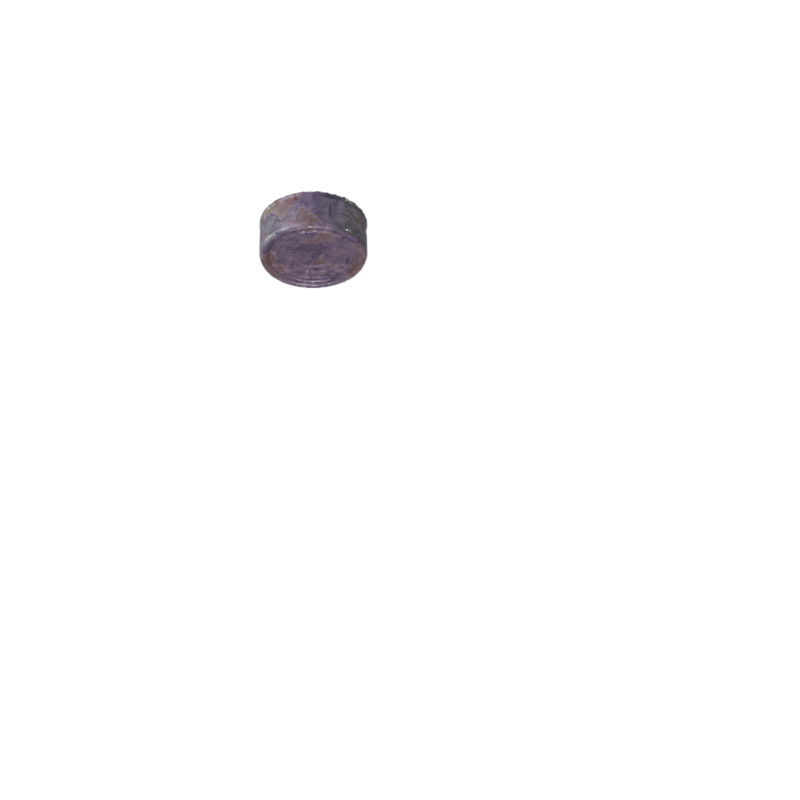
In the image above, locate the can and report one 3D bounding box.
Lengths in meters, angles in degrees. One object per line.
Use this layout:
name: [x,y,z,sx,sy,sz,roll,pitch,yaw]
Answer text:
can: [-0.068,-0.124,0.869,0.086,0.036,0.080,1,-32,-2]
